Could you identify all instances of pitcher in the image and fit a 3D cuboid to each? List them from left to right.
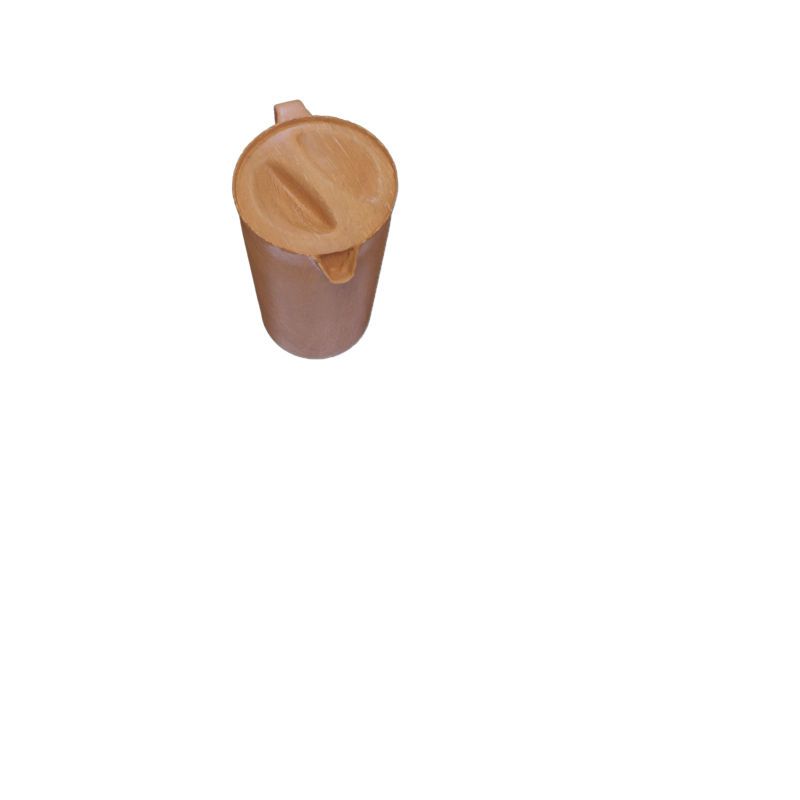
[{"bbox_3d":[-0.077,-0.141,0.988,0.149,0.154,0.230,27,-23,9],"label":"pitcher"}]
